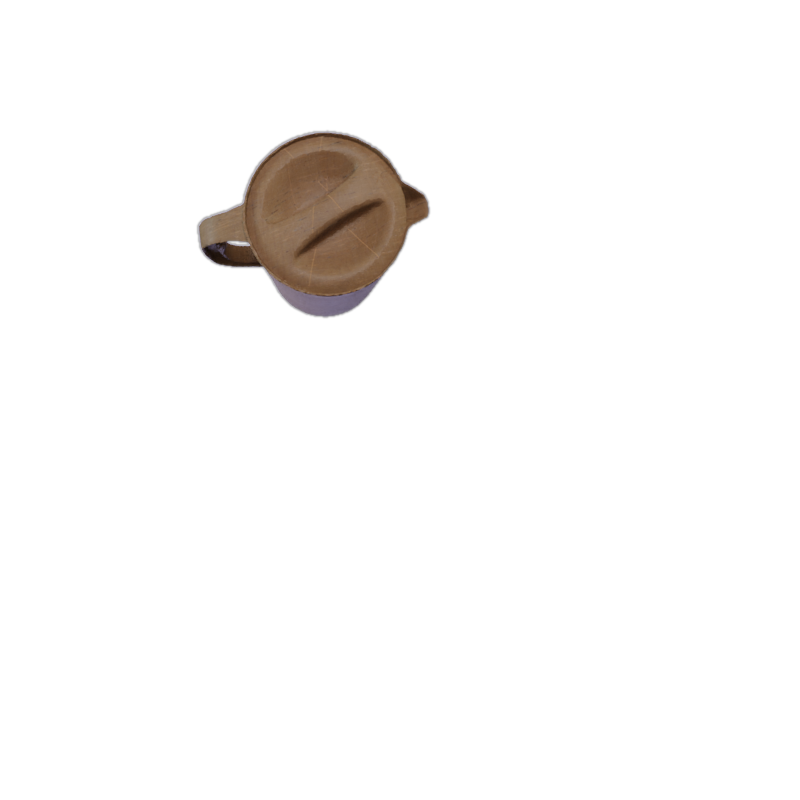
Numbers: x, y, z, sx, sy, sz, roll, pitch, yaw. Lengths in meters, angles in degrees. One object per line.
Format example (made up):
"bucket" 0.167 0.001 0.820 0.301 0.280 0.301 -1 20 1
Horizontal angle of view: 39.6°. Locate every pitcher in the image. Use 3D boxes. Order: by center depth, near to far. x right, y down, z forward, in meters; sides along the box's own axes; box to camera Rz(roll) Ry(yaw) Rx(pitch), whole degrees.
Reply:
"pitcher" -0.077 -0.141 0.987 0.151 0.146 0.239 37 -7 1
